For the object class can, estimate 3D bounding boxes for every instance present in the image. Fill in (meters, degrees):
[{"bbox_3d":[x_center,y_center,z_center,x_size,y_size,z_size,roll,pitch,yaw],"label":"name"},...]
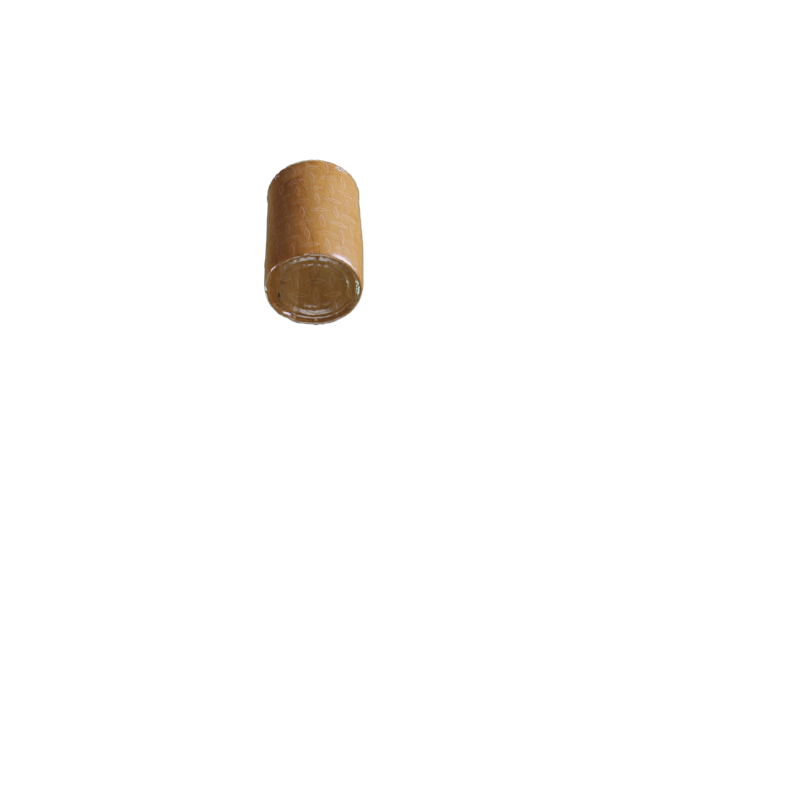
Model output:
[{"bbox_3d":[-0.060,-0.110,0.772,0.068,0.064,0.110,-1,44,-3],"label":"can"}]
